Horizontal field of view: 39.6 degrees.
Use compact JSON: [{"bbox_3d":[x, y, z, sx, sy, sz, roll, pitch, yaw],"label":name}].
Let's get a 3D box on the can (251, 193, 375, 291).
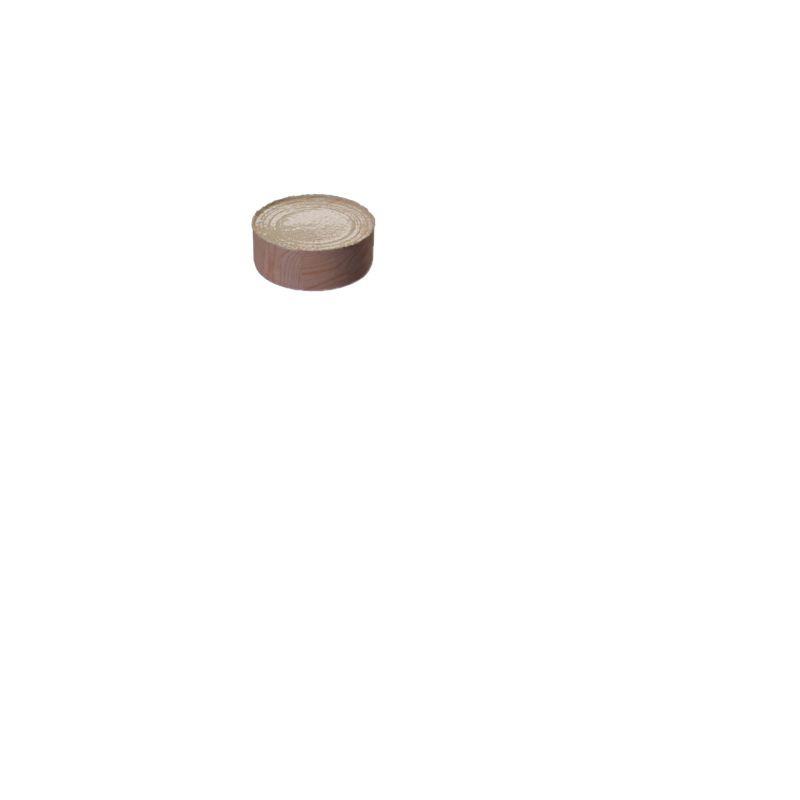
[{"bbox_3d":[-0.061,-0.110,0.774,0.086,0.031,0.092,-1,34,-2],"label":"can"}]
